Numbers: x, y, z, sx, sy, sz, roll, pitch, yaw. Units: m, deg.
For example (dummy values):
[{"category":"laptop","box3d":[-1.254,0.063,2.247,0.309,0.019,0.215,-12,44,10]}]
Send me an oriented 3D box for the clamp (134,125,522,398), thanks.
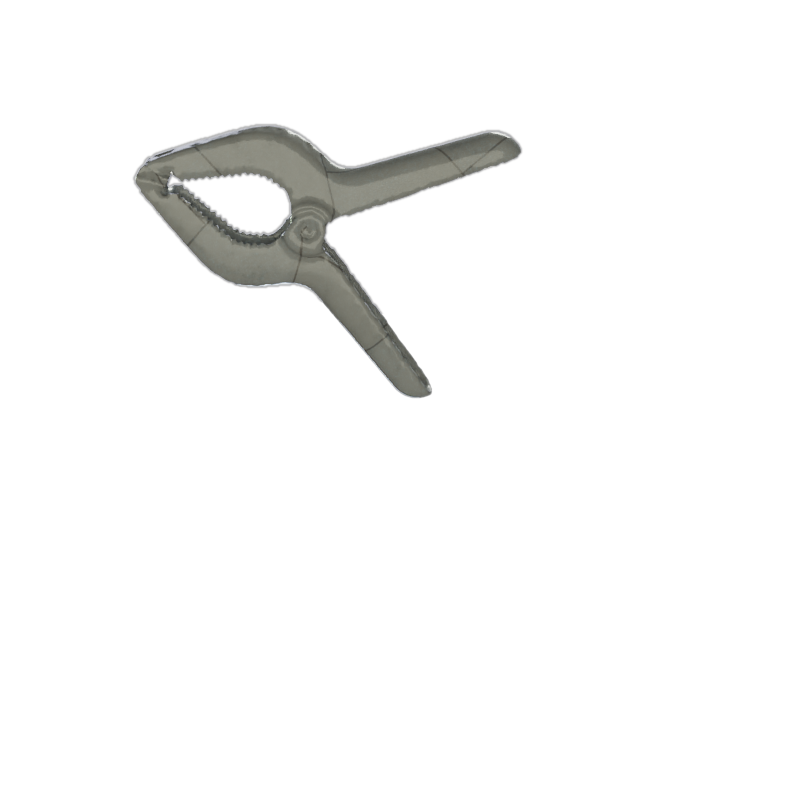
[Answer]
[{"category":"clamp","box3d":[-0.050,-0.091,0.638,0.209,0.160,0.038,11,14,-3]}]
